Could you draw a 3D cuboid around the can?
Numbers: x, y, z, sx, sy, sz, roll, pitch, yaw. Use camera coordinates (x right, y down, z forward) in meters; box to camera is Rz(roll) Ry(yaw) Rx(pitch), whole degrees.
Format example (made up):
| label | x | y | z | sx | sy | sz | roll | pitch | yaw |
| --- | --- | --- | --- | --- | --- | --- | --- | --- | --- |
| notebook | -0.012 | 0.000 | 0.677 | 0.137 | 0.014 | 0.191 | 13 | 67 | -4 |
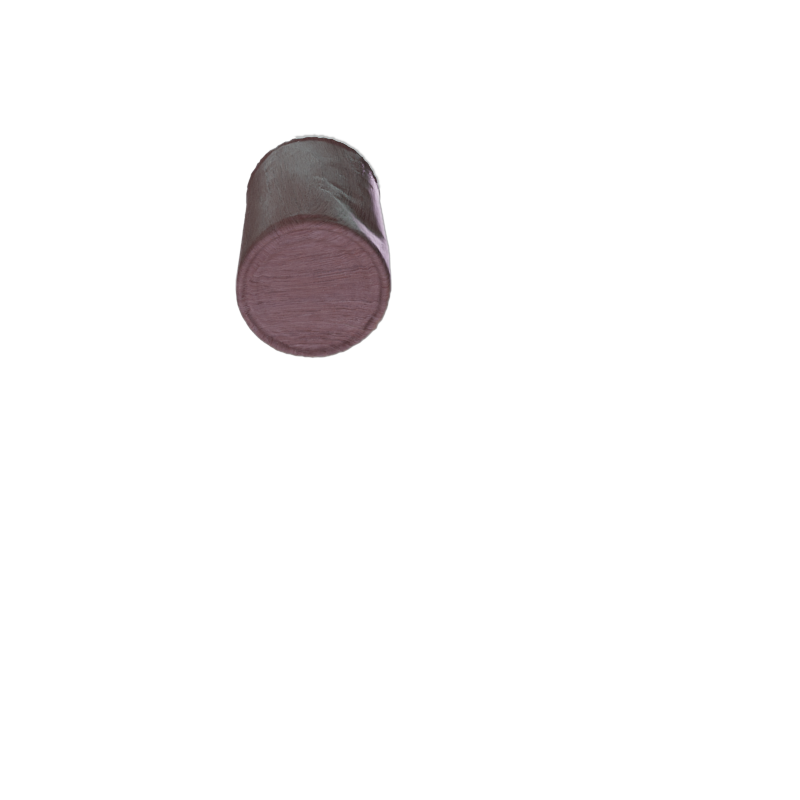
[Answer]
| label | x | y | z | sx | sy | sz | roll | pitch | yaw |
| --- | --- | --- | --- | --- | --- | --- | --- | --- | --- |
| can | -0.040 | -0.073 | 0.514 | 0.068 | 0.065 | 0.109 | 0 | 30 | -3 |
